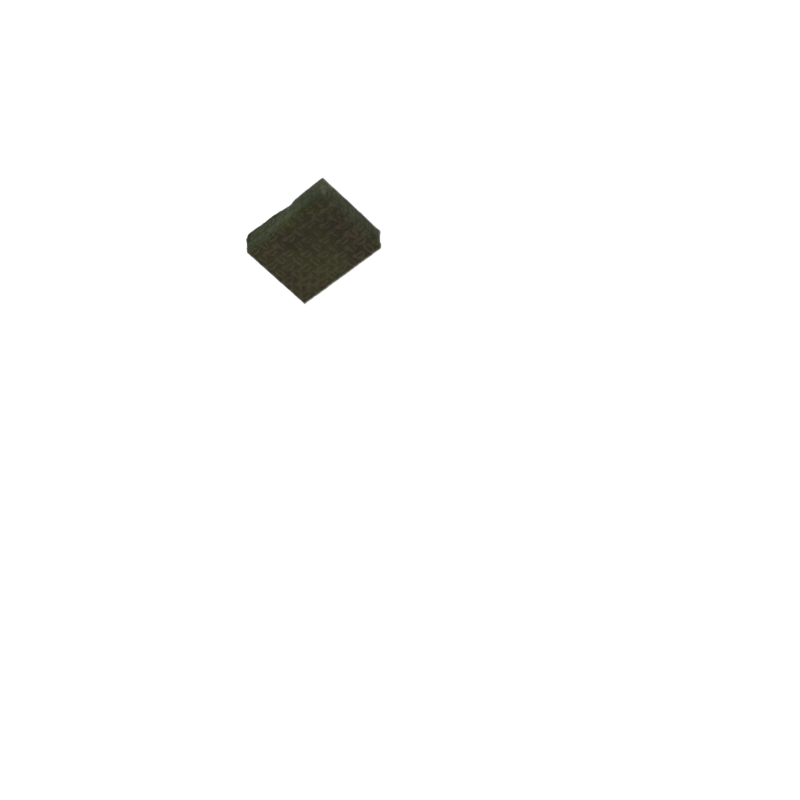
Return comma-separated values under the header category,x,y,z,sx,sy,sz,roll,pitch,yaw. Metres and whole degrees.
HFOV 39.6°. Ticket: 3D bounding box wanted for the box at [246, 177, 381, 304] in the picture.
category,x,y,z,sx,sy,sz,roll,pitch,yaw
box,-0.072,-0.132,0.923,0.089,0.032,0.069,-34,-59,24
